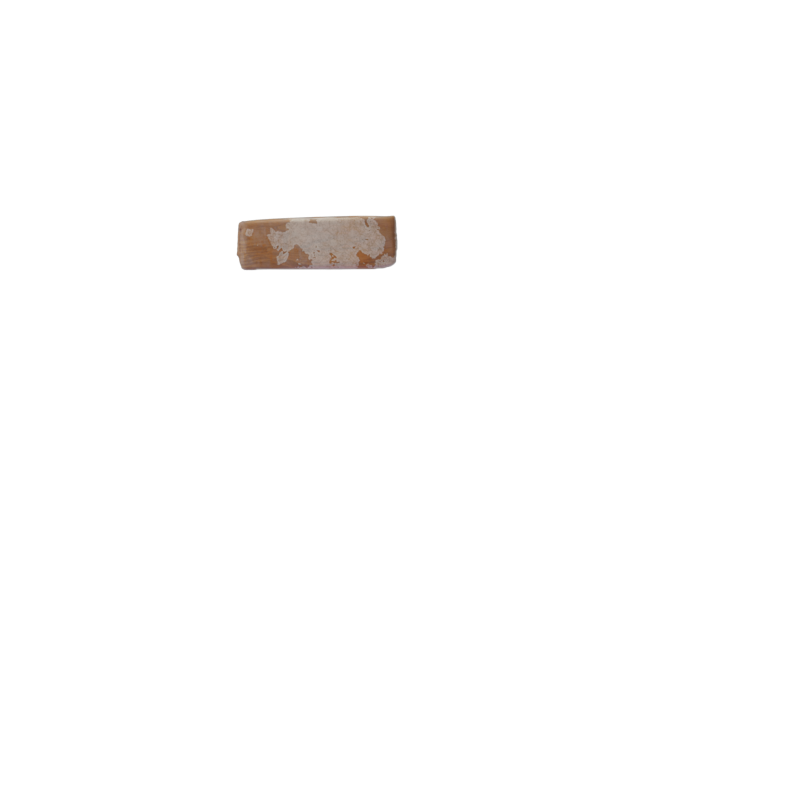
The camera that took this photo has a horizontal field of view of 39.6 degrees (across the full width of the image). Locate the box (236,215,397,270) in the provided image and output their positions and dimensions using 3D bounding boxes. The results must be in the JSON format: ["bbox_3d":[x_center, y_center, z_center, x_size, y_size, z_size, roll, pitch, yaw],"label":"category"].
[{"bbox_3d":[-0.064,-0.117,0.817,0.113,0.038,0.092,-1,9,-6],"label":"box"}]
